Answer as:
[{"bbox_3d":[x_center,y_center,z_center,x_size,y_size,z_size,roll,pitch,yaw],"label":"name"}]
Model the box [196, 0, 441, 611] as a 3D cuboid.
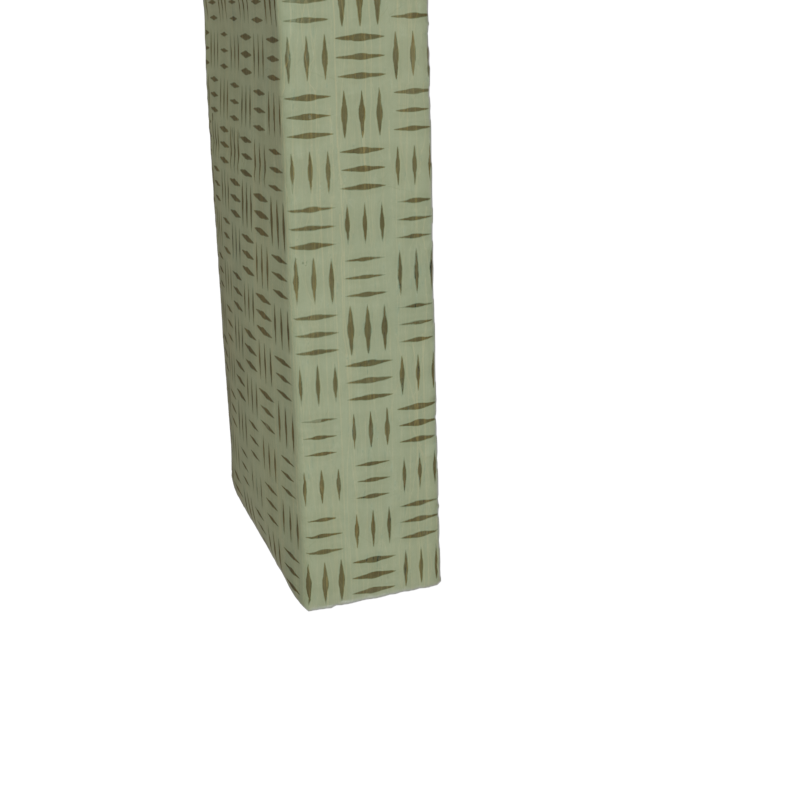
[{"bbox_3d":[-0.024,-0.045,0.315,0.047,0.171,0.098,-4,15,-20],"label":"box"}]
